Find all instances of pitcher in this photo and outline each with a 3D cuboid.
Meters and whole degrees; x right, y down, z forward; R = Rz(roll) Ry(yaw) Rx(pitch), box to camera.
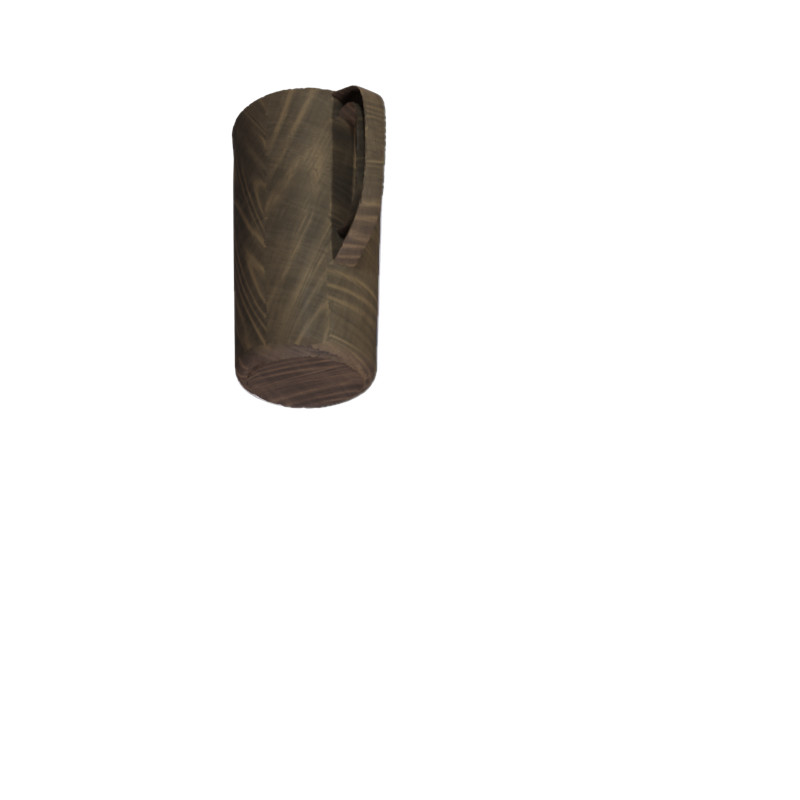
[{"bbox_3d":[-0.070,-0.127,0.889,0.146,0.259,0.138,-7,-31,9],"label":"pitcher"}]
